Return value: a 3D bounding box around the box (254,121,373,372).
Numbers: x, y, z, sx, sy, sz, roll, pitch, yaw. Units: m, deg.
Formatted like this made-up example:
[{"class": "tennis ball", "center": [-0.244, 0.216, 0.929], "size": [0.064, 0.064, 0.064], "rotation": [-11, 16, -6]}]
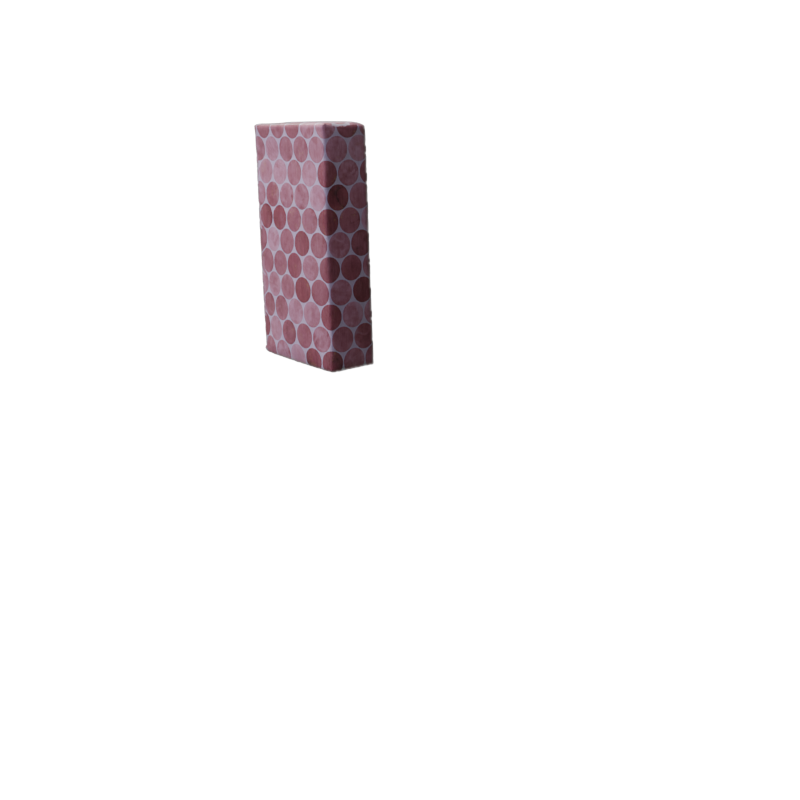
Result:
[{"class": "box", "center": [-0.064, -0.117, 0.817], "size": [0.046, 0.173, 0.098], "rotation": [-5, 10, -37]}]
